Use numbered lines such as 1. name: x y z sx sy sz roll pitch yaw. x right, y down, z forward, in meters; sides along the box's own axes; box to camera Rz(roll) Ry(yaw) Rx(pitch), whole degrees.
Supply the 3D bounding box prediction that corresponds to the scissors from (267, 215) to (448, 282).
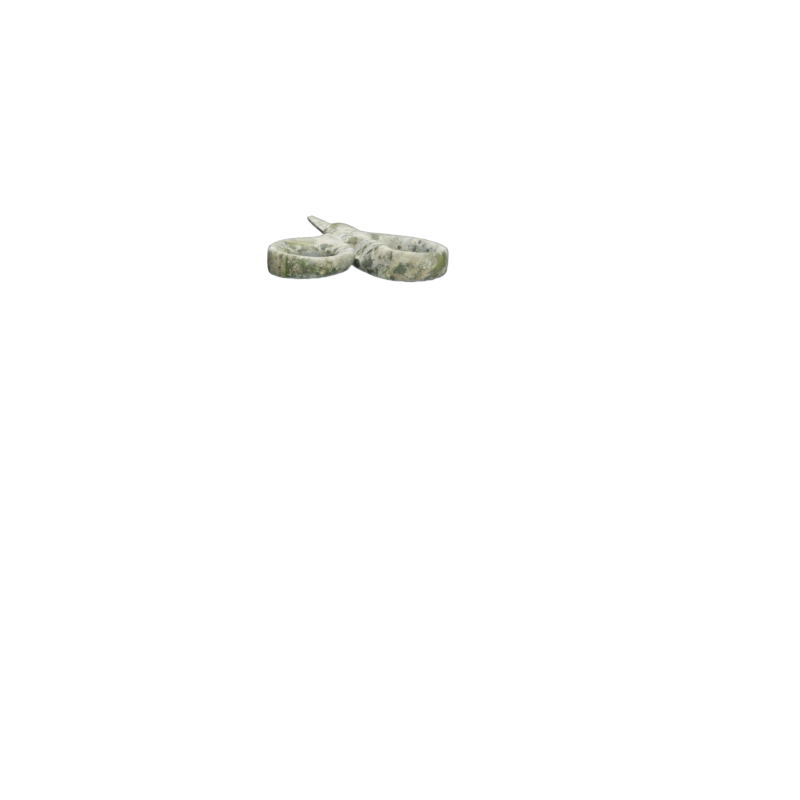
1. scissors: -0.047 -0.086 0.600 0.094 0.015 0.212 -8 17 -26
